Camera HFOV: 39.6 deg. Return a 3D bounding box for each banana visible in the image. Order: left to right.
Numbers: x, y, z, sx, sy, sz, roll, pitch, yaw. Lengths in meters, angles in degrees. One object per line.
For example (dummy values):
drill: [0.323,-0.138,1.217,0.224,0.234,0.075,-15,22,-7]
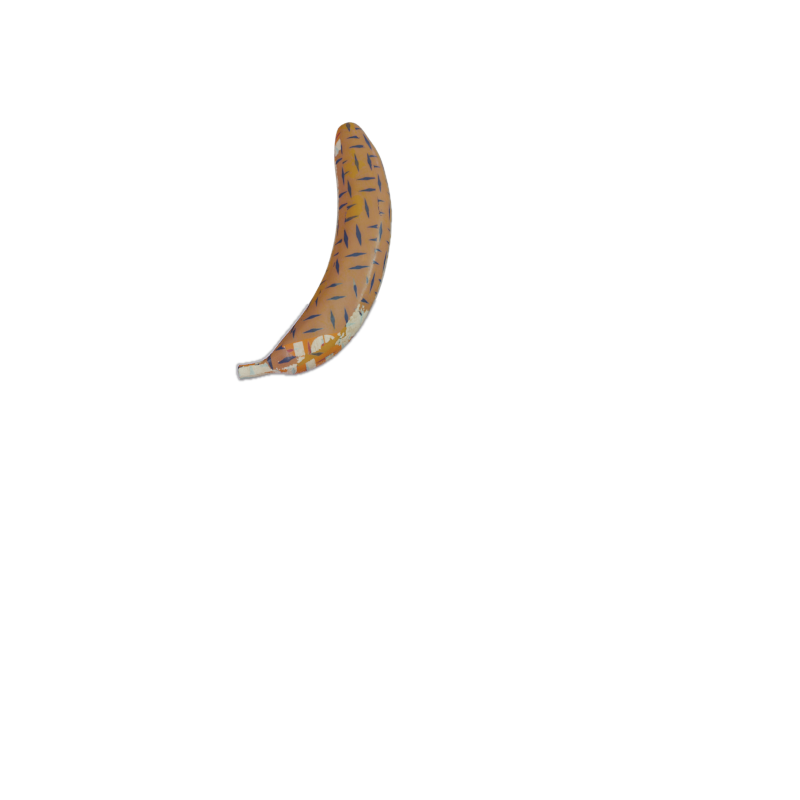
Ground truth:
banana: [-0.042,-0.096,0.739,0.071,0.204,0.035,19,-20,6]
